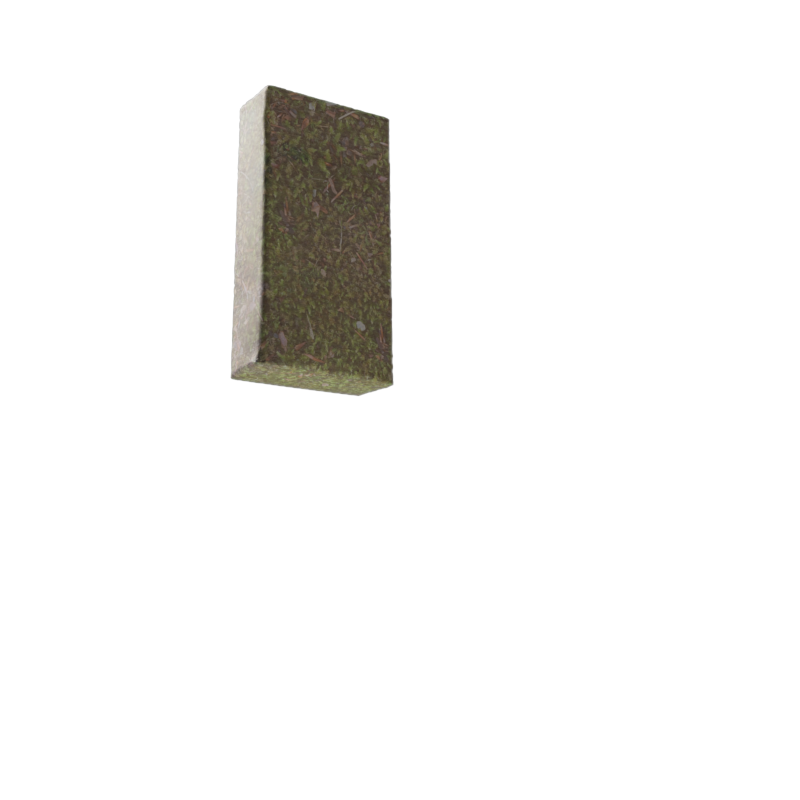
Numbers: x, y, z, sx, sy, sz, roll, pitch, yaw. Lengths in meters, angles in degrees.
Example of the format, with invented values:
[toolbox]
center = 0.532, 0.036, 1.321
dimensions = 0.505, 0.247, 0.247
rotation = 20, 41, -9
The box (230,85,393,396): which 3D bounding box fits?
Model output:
[box]
center = -0.053, -0.097, 0.680
dimensions = 0.089, 0.185, 0.048
rotation = 10, -23, -30
